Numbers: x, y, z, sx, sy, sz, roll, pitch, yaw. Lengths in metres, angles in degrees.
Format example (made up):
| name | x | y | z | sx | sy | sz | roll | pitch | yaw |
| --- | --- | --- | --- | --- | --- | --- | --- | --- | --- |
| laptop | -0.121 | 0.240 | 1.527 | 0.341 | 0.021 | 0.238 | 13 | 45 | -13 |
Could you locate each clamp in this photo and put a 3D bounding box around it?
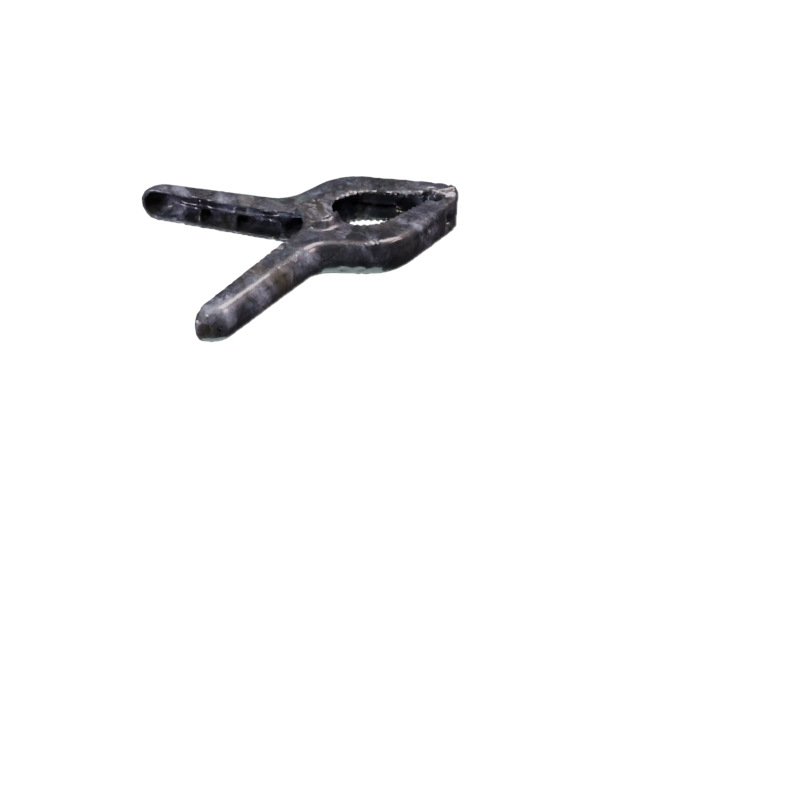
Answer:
| name | x | y | z | sx | sy | sz | roll | pitch | yaw |
| --- | --- | --- | --- | --- | --- | --- | --- | --- | --- |
| clamp | -0.057 | -0.103 | 0.723 | 0.208 | 0.034 | 0.178 | -9 | 40 | -11 |
